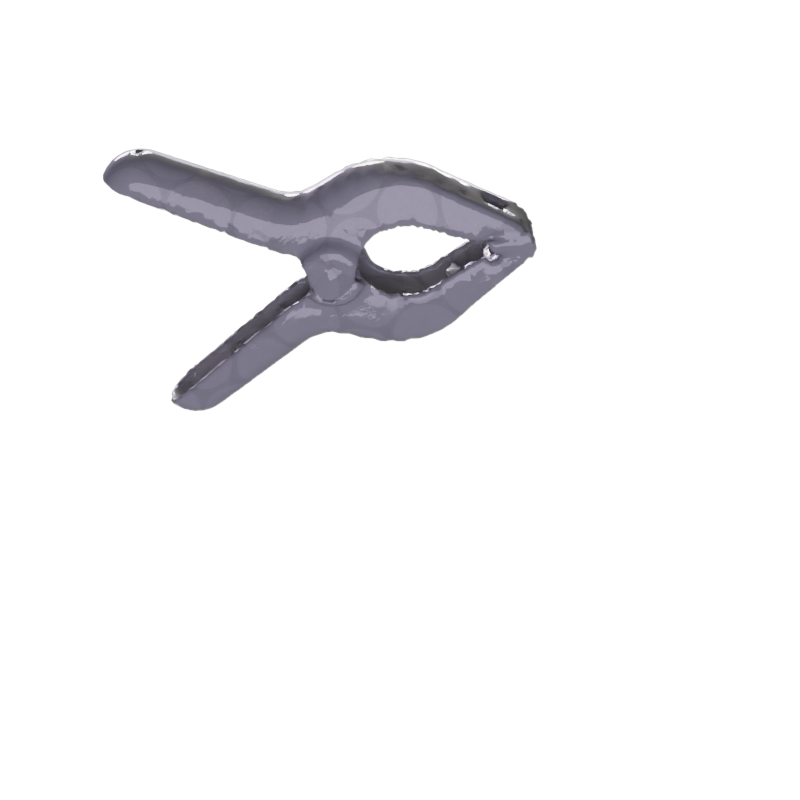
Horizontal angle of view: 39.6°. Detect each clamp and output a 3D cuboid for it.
[{"bbox_3d":[-0.035,-0.065,0.452,0.172,0.112,0.042,-17,32,10],"label":"clamp"}]
